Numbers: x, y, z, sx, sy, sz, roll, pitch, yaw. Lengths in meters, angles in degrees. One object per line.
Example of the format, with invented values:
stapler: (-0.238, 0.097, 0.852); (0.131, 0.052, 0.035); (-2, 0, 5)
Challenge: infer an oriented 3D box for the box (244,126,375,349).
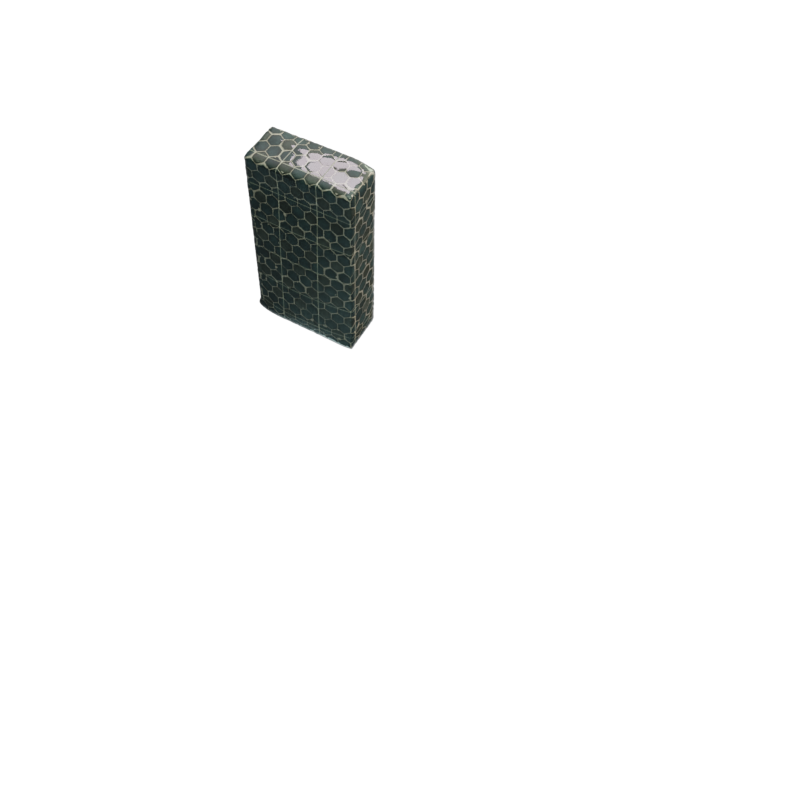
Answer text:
box: (-0.067, -0.123, 0.864); (0.097, 0.049, 0.164); (27, -36, 17)
